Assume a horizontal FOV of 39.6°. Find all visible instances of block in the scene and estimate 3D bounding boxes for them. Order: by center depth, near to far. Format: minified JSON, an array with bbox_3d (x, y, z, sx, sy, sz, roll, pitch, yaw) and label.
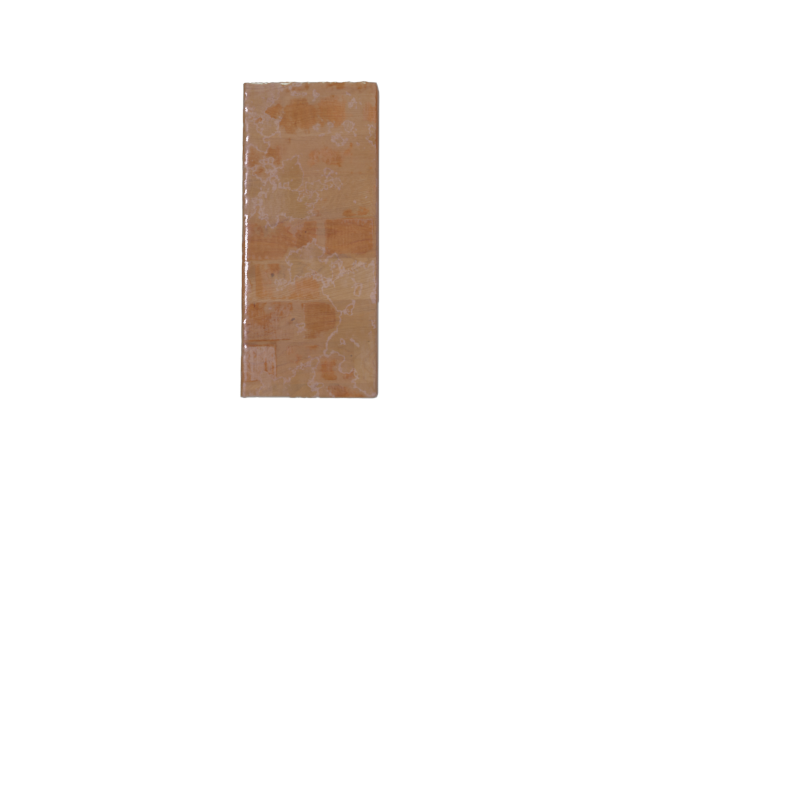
[{"bbox_3d":[-0.059,-0.109,0.762,0.091,0.207,0.089,0,-2,2],"label":"block"}]
